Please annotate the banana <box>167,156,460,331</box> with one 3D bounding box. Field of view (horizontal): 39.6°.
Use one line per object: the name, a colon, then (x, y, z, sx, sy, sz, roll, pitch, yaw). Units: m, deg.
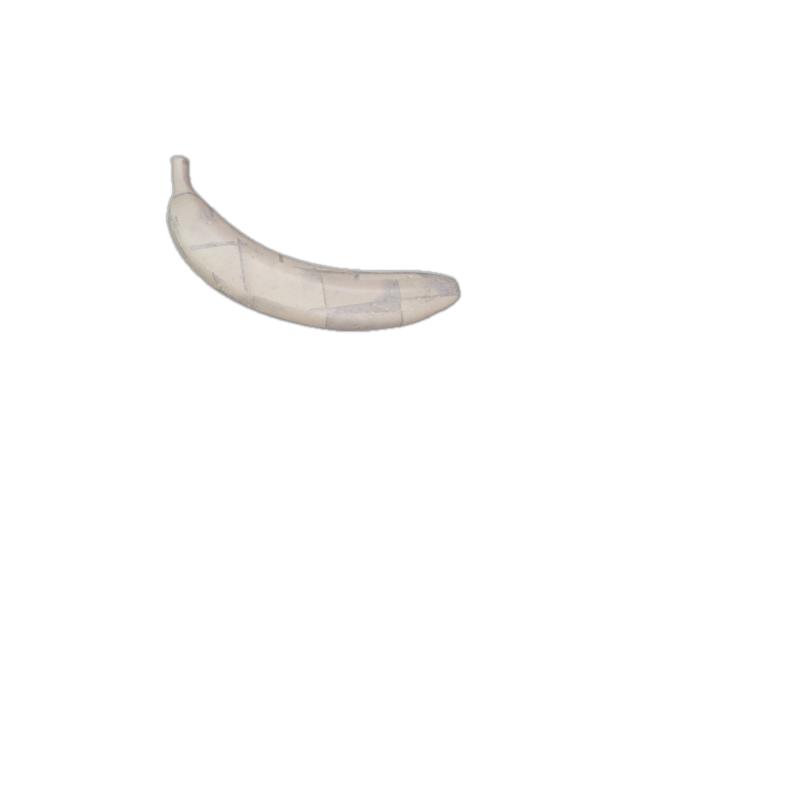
banana: (-0.064, -0.081, 0.674, 0.199, 0.070, 0.036, 25, -5, 2)
